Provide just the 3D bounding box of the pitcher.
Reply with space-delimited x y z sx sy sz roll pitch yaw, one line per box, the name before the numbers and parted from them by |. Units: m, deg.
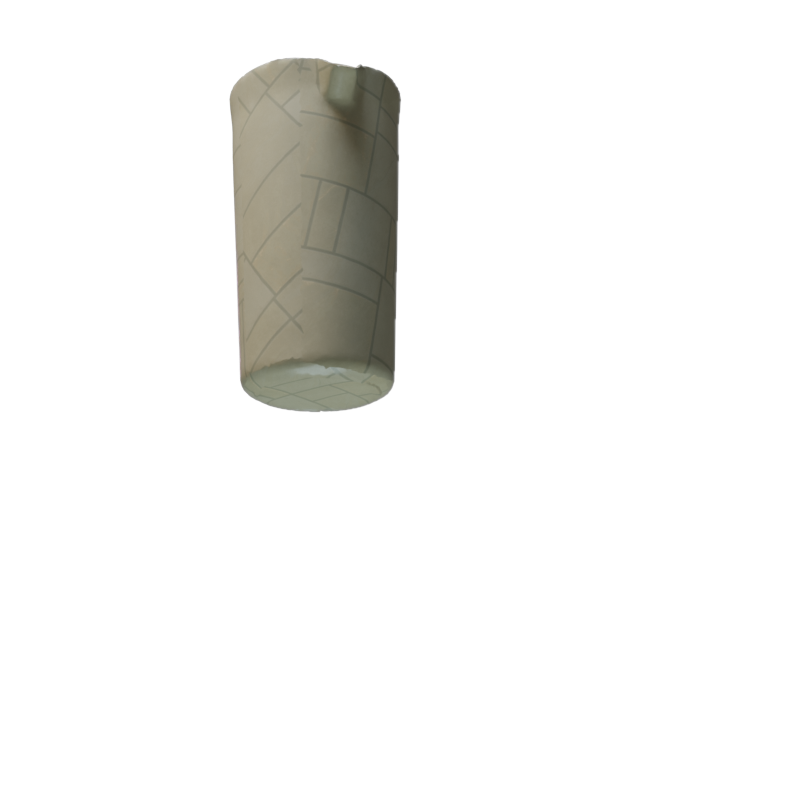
pitcher | -0.065 -0.118 0.826 0.147 0.256 0.139 -11 -23 24
